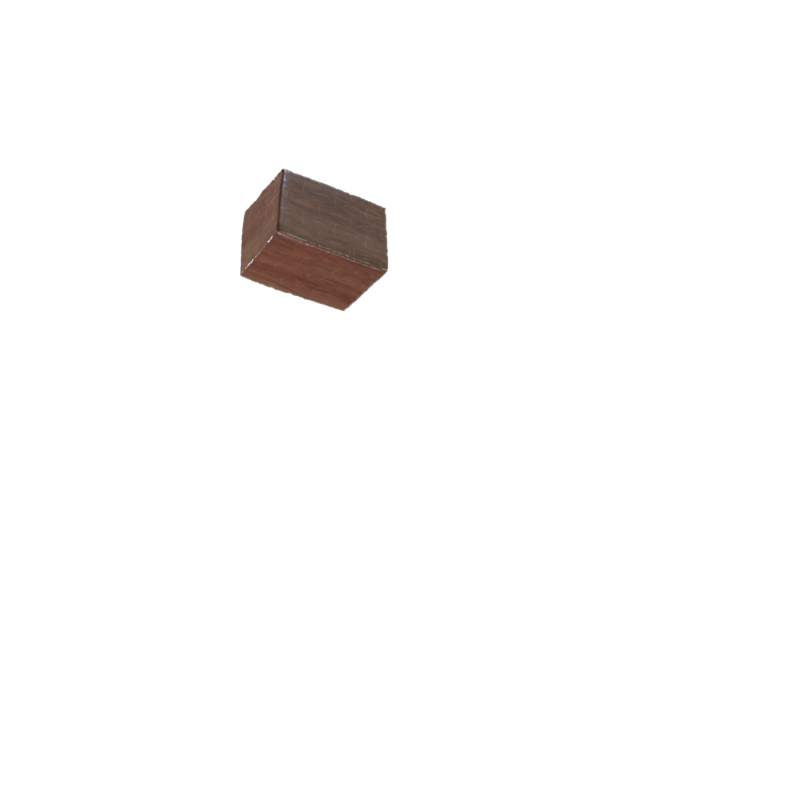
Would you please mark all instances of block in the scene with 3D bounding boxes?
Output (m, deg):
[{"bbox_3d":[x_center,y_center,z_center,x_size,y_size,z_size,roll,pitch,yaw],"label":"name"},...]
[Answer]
[{"bbox_3d":[-0.054,-0.098,0.686,0.074,0.055,0.052,18,-39,-26],"label":"block"}]
